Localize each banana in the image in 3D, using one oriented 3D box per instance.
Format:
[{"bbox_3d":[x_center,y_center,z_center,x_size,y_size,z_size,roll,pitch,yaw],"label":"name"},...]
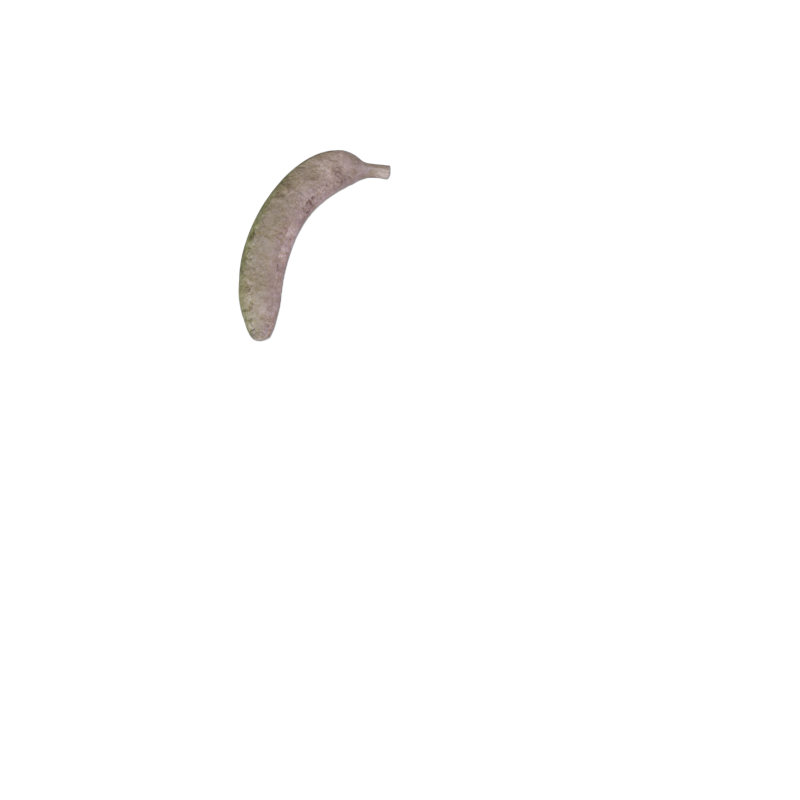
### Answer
[{"bbox_3d":[-0.083,-0.139,0.891,0.072,0.203,0.035,27,-26,13],"label":"banana"}]
